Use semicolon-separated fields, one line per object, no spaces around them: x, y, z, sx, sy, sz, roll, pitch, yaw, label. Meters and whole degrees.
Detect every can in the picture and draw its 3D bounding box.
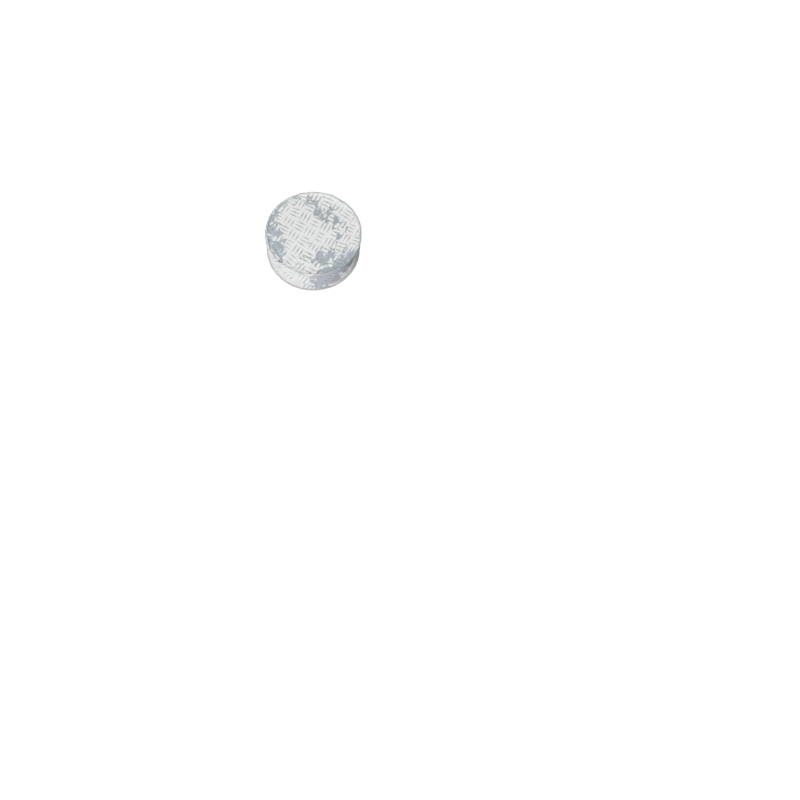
-0.078;-0.142;0.994;0.086;0.091;0.032;-1;-28;-1;can
